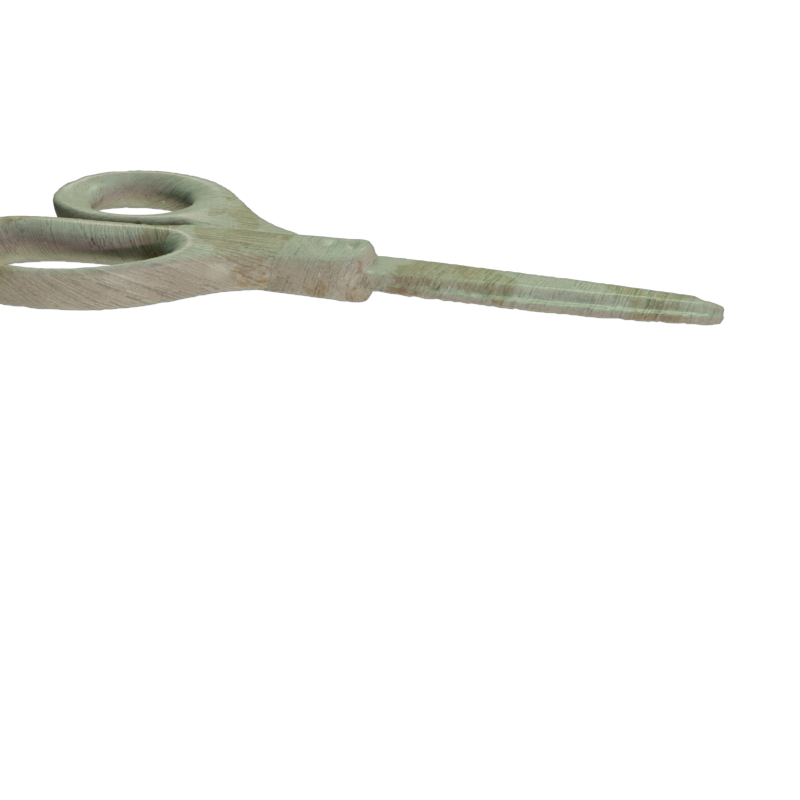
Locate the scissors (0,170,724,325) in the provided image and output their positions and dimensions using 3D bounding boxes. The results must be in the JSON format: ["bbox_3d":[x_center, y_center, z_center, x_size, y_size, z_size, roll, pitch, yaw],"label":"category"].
[{"bbox_3d":[-0.024,-0.045,0.313,0.202,0.015,0.101,1,28,2],"label":"scissors"}]
